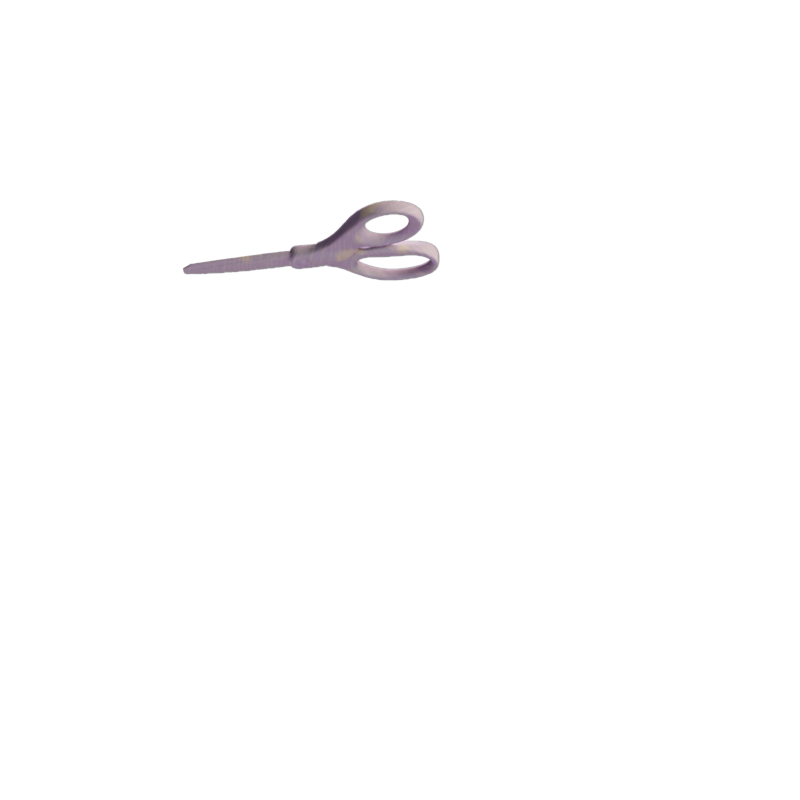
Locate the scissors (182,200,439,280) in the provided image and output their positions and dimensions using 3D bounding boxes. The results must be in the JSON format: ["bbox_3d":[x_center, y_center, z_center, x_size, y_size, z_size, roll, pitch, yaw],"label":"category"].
[{"bbox_3d":[-0.067,-0.122,0.857,0.200,0.017,0.090,3,-34,-4],"label":"scissors"}]
